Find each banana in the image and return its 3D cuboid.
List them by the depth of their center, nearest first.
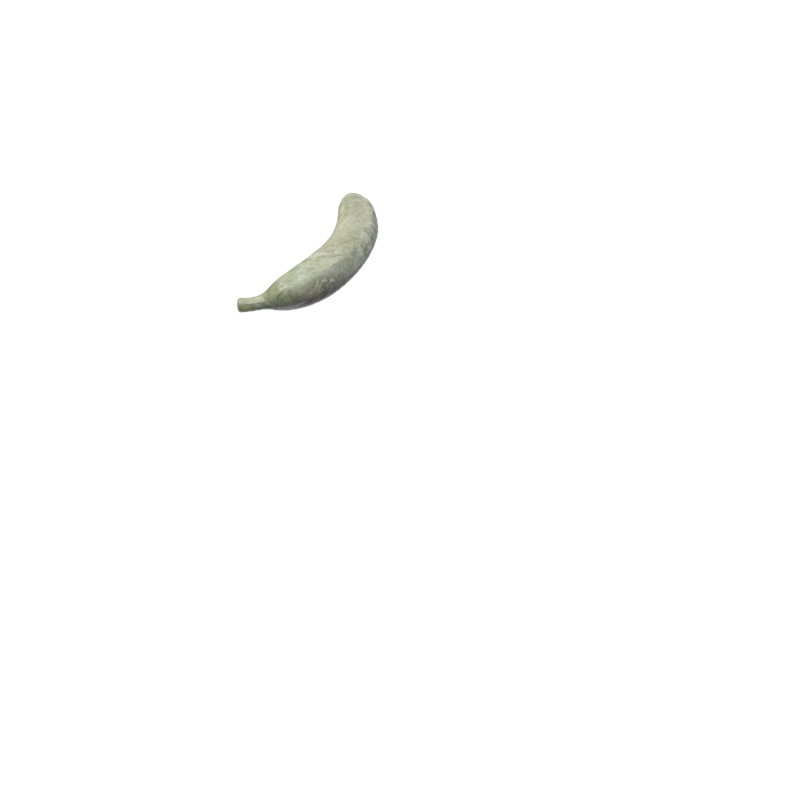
[{"bbox_3d":[-0.059,-0.127,0.934,0.072,0.034,0.203,16,39,20],"label":"banana"}]
